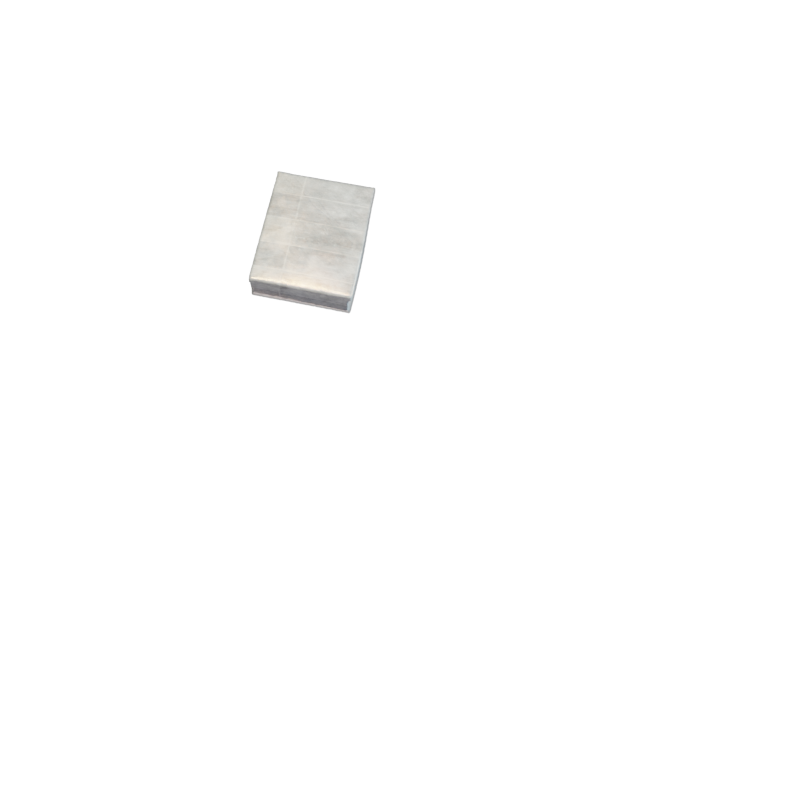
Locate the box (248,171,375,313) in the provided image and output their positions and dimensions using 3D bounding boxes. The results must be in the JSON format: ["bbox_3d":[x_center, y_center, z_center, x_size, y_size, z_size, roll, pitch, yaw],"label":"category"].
[{"bbox_3d":[-0.076,-0.138,0.970,0.091,0.119,0.037,10,-27,4],"label":"box"}]
